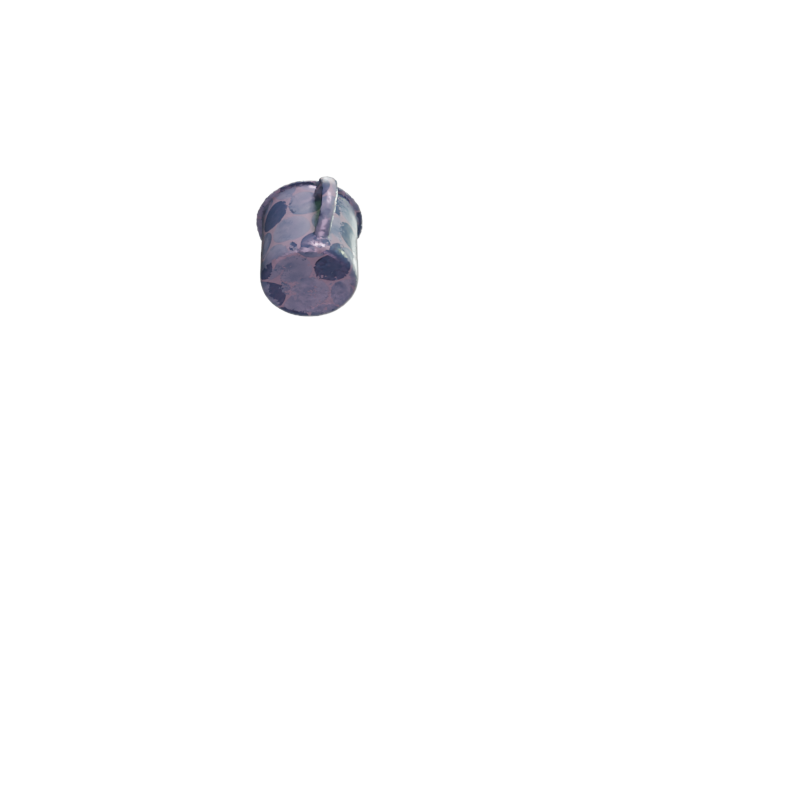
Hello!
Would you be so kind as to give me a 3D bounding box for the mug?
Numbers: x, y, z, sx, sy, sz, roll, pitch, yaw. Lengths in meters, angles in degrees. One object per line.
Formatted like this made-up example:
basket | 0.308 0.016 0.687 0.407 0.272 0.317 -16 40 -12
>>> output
mug | -0.073 -0.133 0.931 0.091 0.111 0.087 13 42 -14
